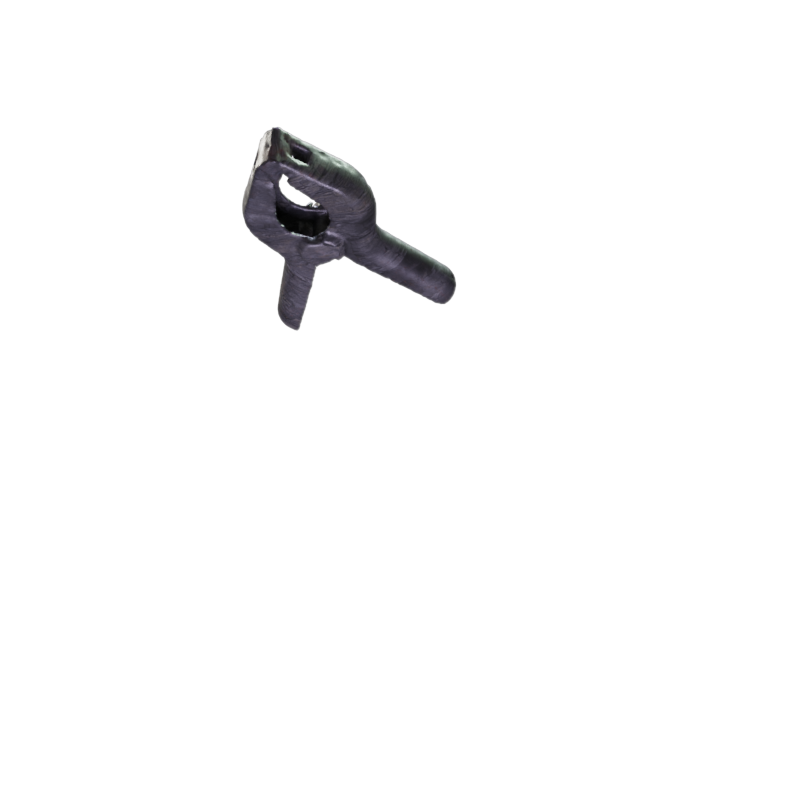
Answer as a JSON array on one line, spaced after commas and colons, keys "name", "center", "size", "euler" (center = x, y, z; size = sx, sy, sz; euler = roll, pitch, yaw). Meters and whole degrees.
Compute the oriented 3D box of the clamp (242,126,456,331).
[{"name": "clamp", "center": [-0.053, -0.097, 0.681], "size": [0.121, 0.042, 0.158], "euler": [-20, -43, 23]}]
